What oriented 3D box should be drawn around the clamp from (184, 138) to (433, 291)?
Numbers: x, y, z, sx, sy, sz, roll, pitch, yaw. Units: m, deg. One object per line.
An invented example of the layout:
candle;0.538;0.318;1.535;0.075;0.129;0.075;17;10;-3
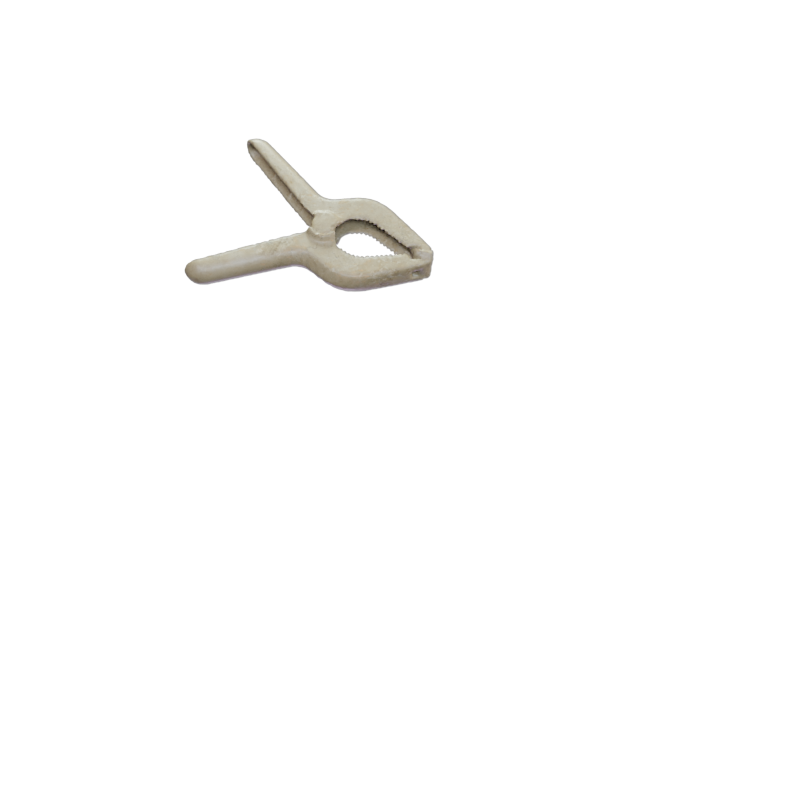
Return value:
clamp;-0.077;-0.140;0.984;0.216;0.171;0.034;22;-30;13
